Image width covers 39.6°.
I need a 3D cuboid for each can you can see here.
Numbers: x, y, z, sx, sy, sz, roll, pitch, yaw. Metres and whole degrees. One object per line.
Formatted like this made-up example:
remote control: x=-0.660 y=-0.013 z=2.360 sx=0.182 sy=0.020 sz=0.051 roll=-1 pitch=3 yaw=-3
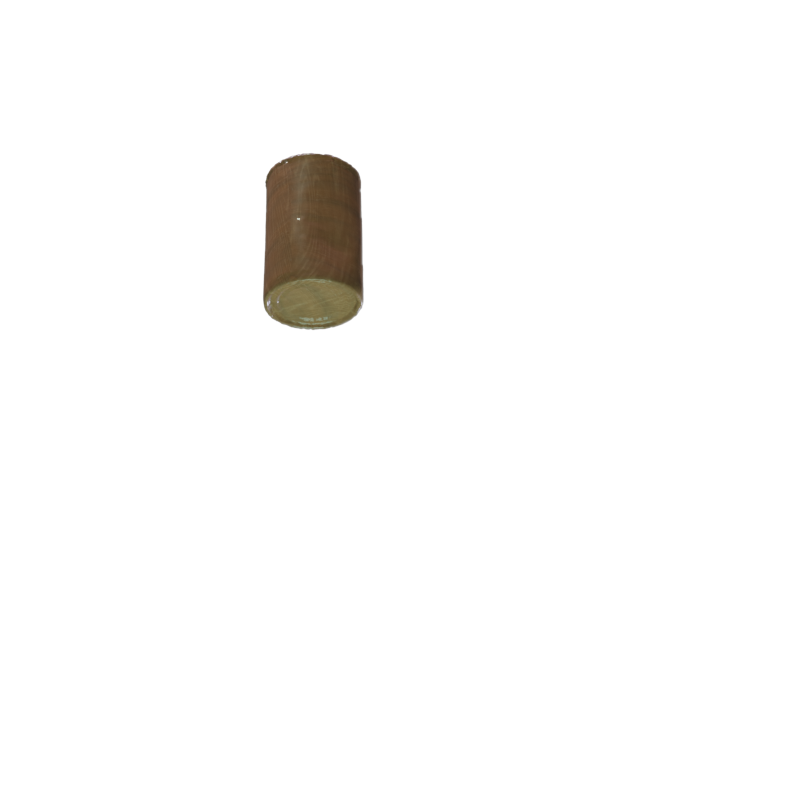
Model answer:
can: x=-0.059 y=-0.108 z=0.757 sx=0.068 sy=0.109 sz=0.064 roll=-1 pitch=-31 yaw=-2
